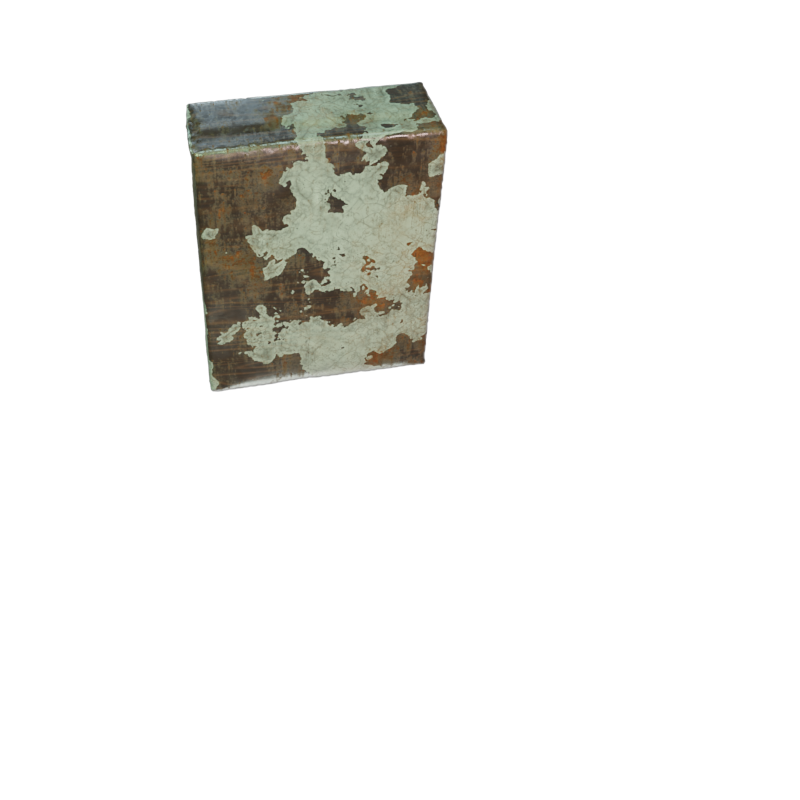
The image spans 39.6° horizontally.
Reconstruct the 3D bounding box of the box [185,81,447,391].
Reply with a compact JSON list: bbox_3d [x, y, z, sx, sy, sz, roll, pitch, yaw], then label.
[{"bbox_3d":[-0.061,-0.111,0.778,0.162,0.199,0.078,-7,43,-10],"label":"box"}]
